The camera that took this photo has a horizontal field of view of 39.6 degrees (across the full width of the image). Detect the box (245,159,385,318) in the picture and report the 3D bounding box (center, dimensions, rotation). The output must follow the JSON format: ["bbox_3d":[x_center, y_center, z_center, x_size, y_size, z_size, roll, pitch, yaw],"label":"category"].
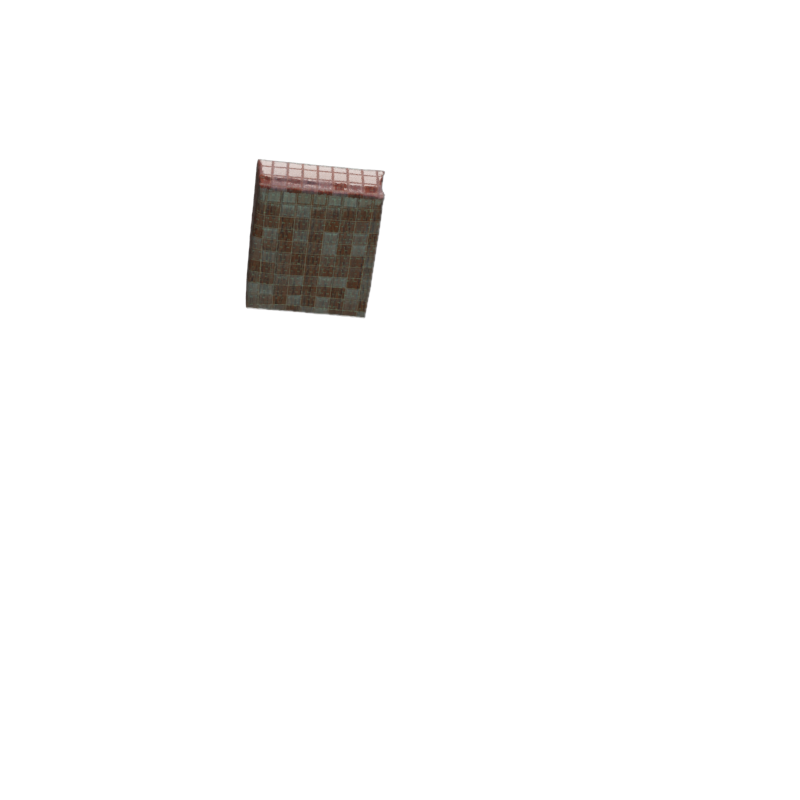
[{"bbox_3d":[-0.062,-0.112,0.786,0.089,0.106,0.042,5,43,-6],"label":"box"}]
